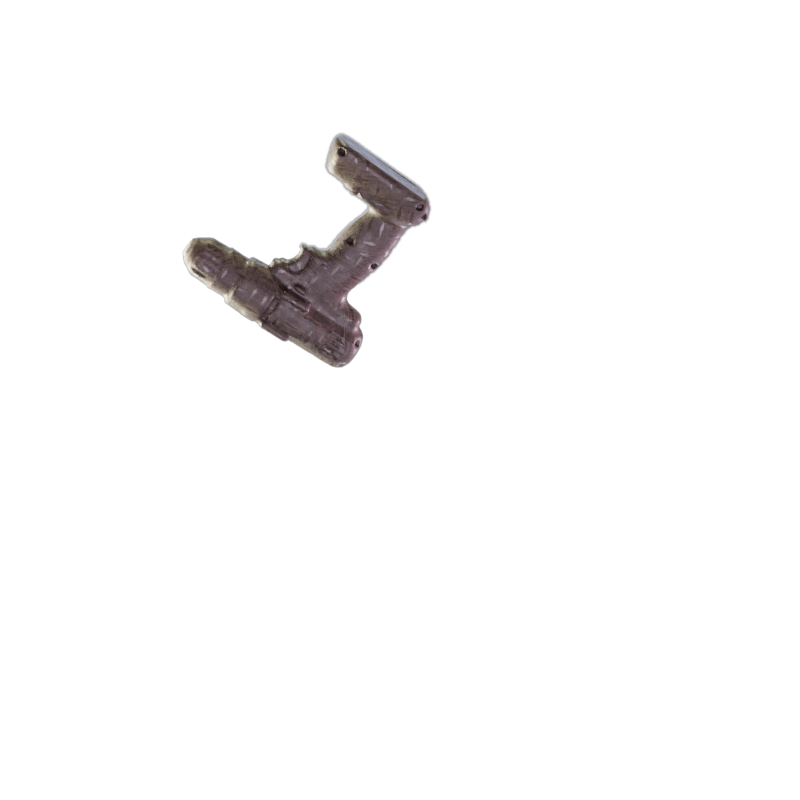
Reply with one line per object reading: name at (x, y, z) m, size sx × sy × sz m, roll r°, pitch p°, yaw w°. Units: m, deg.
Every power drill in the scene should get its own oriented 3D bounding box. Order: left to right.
power drill at (-0.078, -0.142, 0.995) m, size 0.179 × 0.184 × 0.060 m, roll 33°, pitch 17°, yaw -12°
